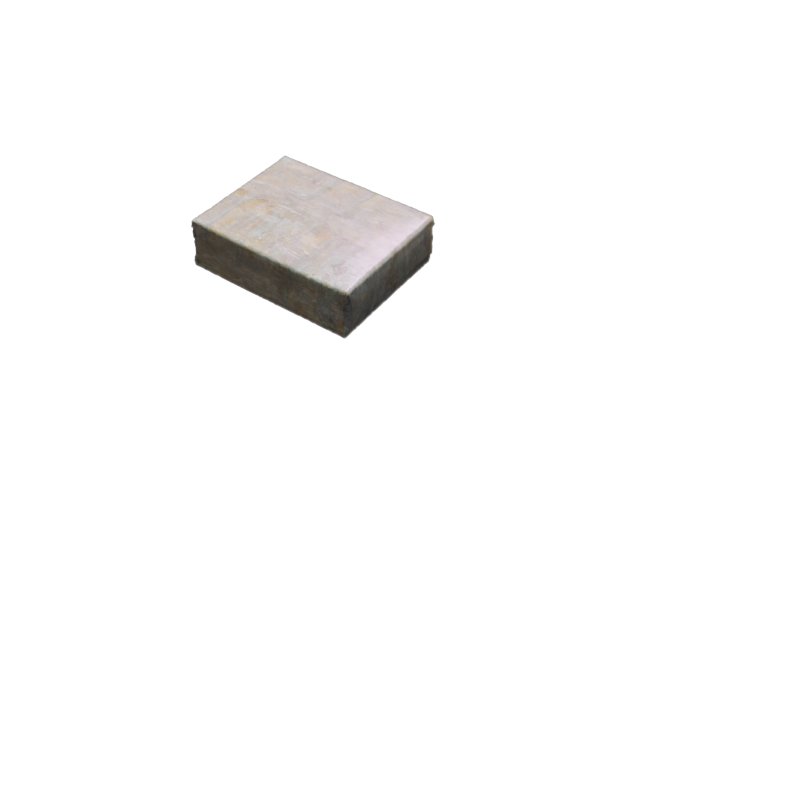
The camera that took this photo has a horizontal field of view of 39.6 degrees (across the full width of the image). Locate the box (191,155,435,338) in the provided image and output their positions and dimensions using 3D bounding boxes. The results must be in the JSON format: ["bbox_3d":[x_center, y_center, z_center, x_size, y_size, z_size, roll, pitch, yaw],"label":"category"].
[{"bbox_3d":[-0.051,-0.092,0.647,0.120,0.036,0.091,24,45,26],"label":"box"}]
